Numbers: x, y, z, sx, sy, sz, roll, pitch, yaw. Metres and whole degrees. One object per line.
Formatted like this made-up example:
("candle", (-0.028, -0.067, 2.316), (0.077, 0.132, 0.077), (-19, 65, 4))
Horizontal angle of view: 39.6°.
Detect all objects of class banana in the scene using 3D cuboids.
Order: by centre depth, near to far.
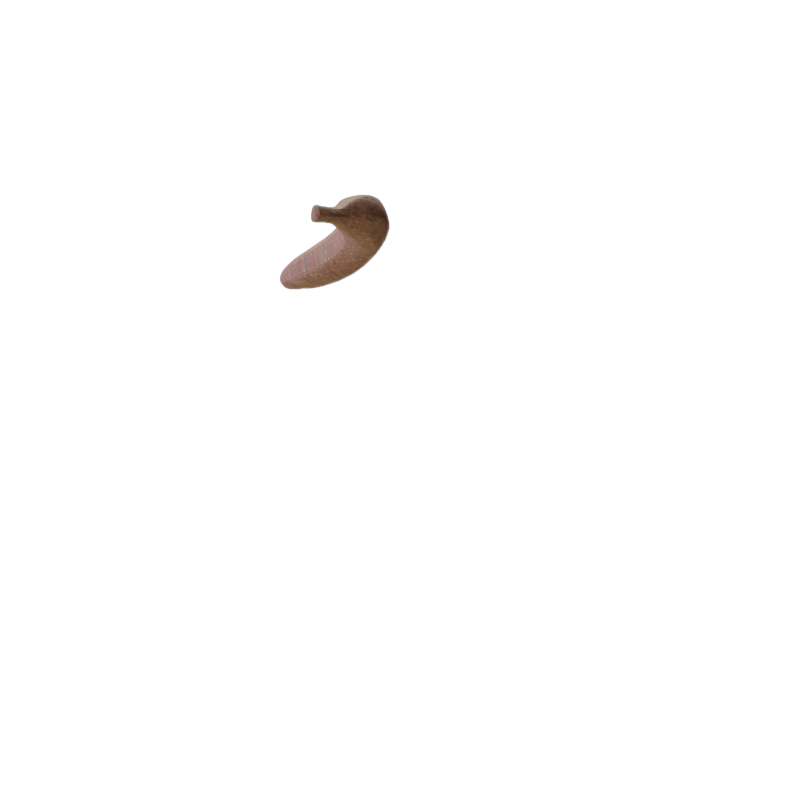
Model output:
("banana", (-0.049, -0.123, 0.861), (0.068, 0.038, 0.194), (2, -11, -12))
